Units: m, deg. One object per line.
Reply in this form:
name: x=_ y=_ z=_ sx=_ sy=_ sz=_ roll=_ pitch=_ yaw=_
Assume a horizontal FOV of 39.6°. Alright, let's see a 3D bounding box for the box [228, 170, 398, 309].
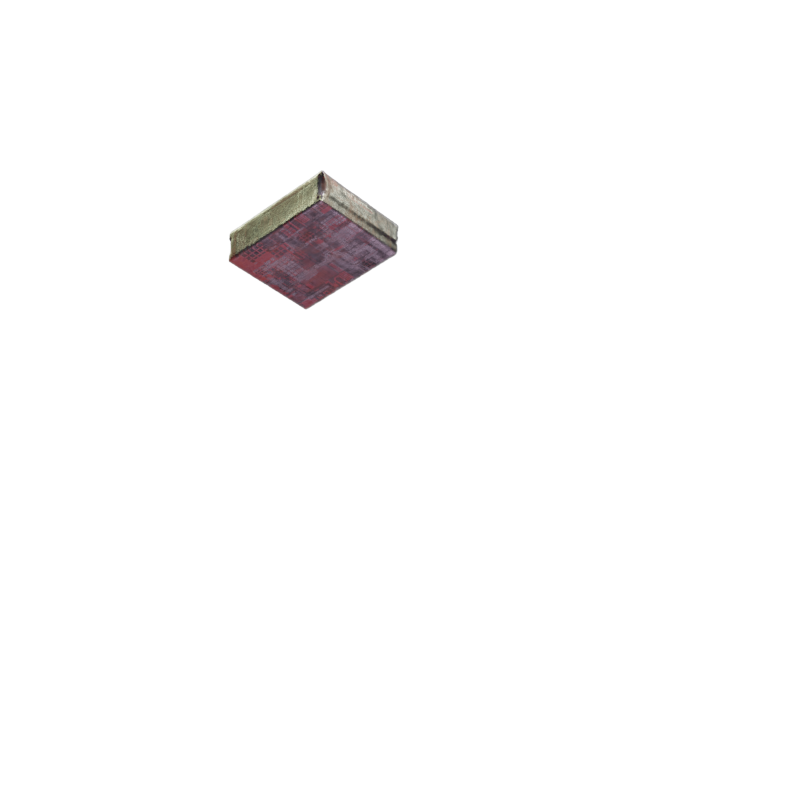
box: x=-0.057 y=-0.105 z=0.732 sx=0.089 sy=0.032 sz=0.068 roll=-29 pitch=-45 yaw=33
